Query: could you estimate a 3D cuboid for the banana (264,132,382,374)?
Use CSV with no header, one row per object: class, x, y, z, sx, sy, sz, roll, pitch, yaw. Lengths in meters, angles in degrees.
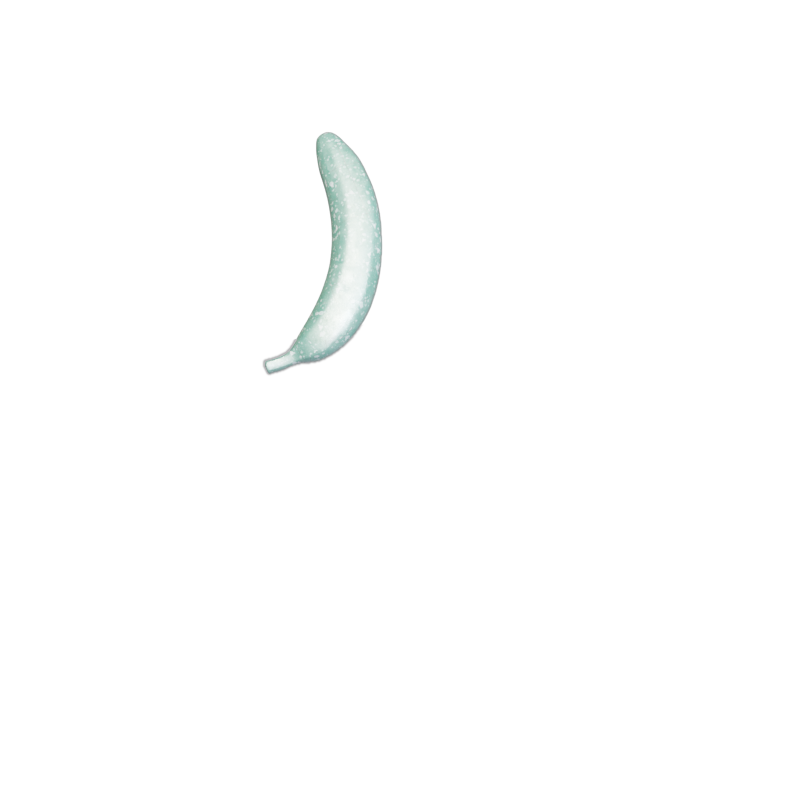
banana,-0.047,-0.110,0.820,0.070,0.207,0.035,10,-22,3
